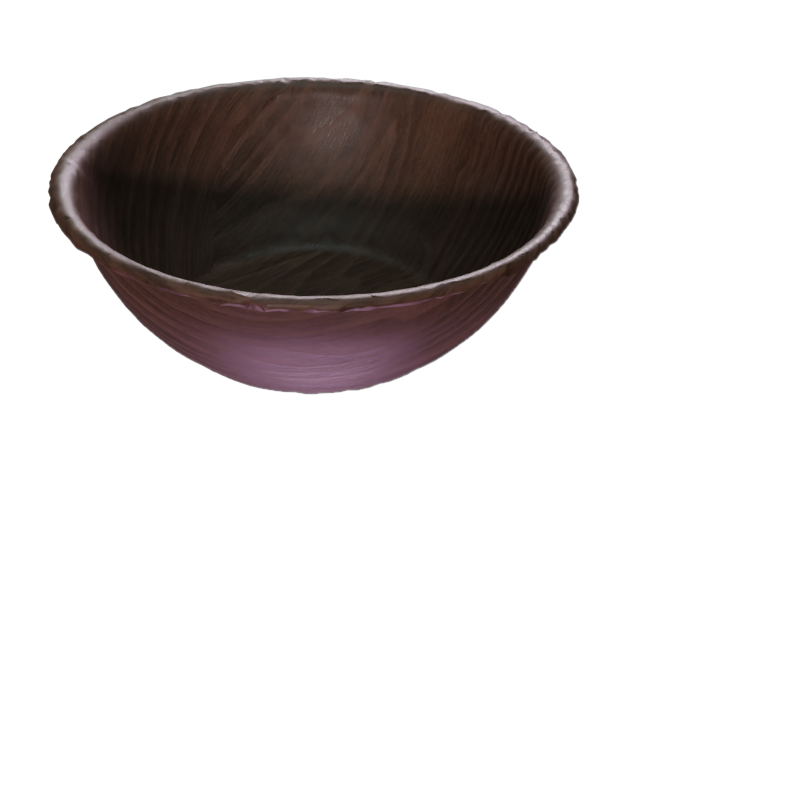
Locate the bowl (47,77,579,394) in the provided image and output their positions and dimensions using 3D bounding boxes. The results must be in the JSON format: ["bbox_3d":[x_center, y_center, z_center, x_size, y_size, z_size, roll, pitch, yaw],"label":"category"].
[{"bbox_3d":[-0.028,-0.051,0.355,0.162,0.052,0.173,-1,34,-2],"label":"bowl"}]
